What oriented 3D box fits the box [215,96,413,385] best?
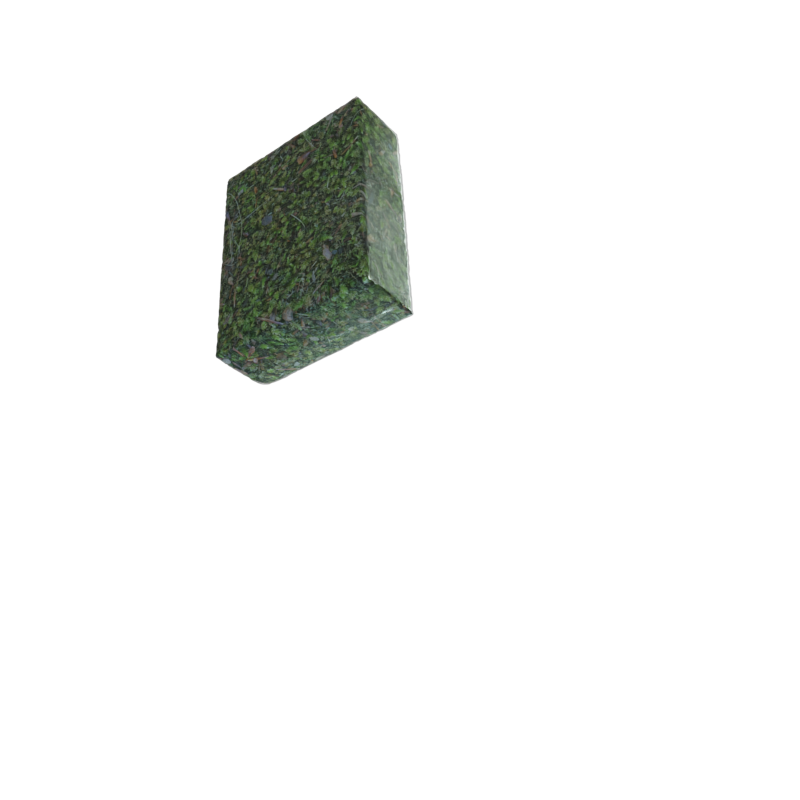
[{"bbox_3d":[-0.076,-0.139,0.974,0.164,0.229,0.067,-27,-44,28],"label":"box"}]
